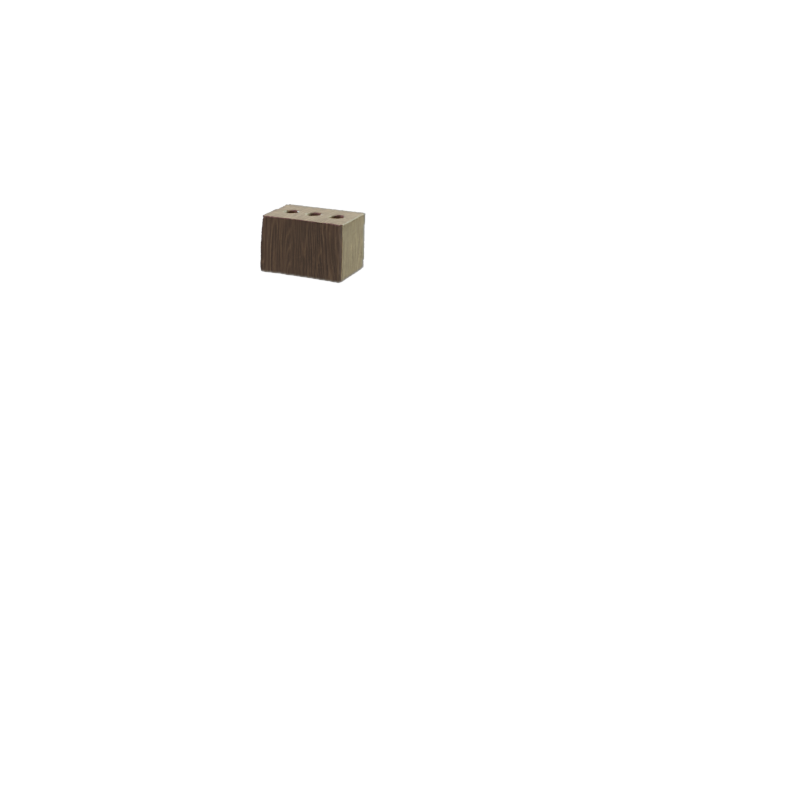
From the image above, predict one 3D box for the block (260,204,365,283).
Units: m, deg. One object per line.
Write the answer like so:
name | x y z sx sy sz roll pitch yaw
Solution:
block | -0.075 -0.137 0.959 0.081 0.049 0.053 9 21 22
